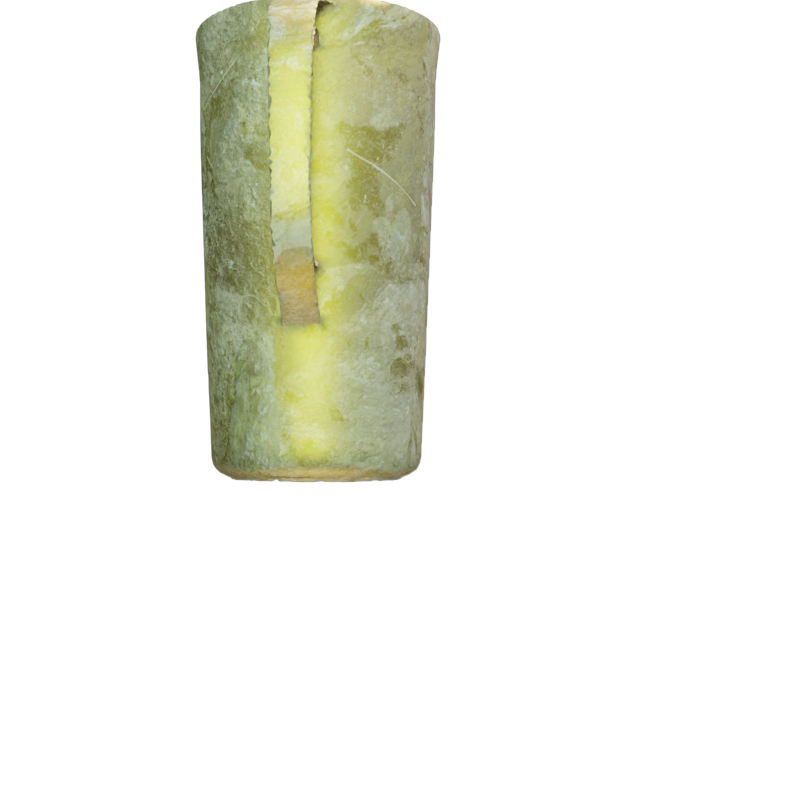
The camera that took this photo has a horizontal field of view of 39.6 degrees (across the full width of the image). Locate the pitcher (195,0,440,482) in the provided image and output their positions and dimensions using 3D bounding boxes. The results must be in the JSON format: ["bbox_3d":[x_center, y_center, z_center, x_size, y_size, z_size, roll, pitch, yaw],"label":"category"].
[{"bbox_3d":[-0.045,-0.083,0.578,0.142,0.249,0.149,6,-10,-41],"label":"pitcher"}]
